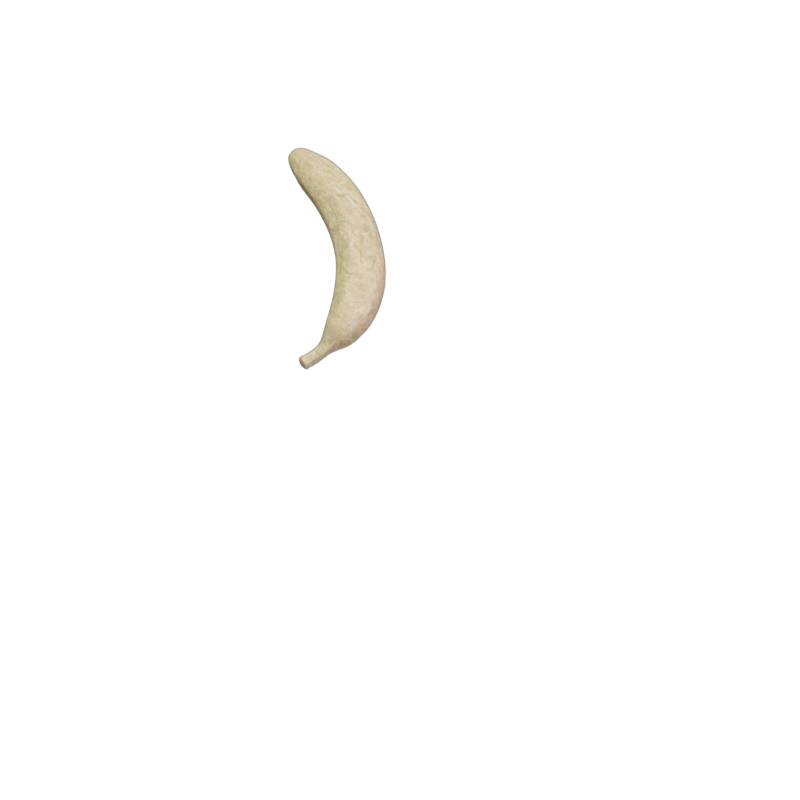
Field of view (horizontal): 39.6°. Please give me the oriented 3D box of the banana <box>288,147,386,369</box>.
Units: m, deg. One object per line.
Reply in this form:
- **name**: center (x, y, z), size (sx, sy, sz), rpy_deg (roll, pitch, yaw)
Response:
- **banana**: center (-0.048, -0.119, 0.848), size (0.069, 0.212, 0.034), rpy_deg (-4, -32, -3)
